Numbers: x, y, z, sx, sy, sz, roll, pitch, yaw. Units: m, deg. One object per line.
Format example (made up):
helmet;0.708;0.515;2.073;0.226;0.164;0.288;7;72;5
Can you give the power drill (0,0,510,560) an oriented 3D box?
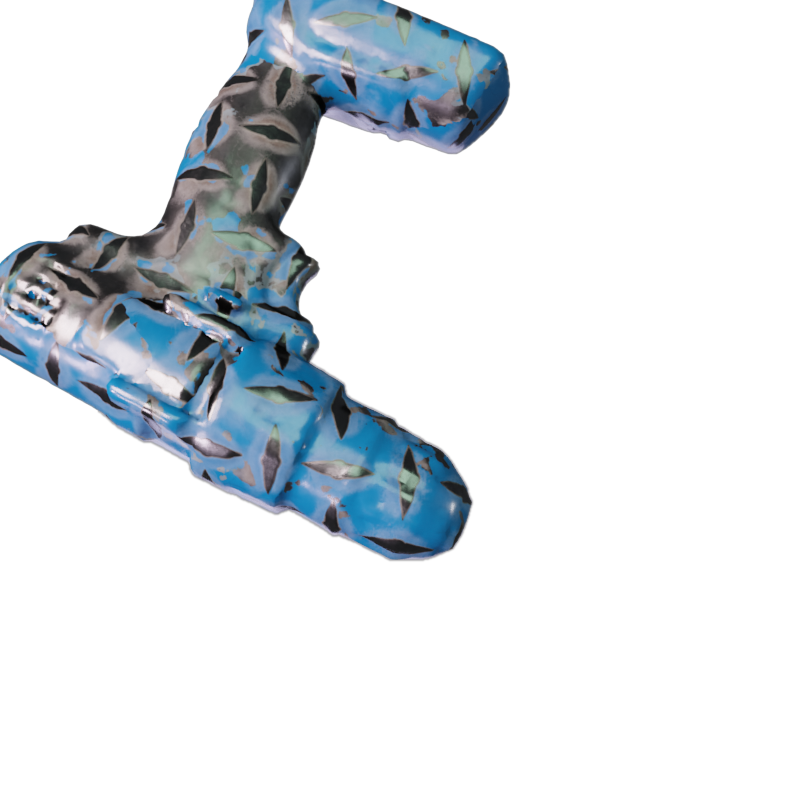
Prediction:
power drill;-0.032;-0.058;0.403;0.189;0.193;0.054;26;-22;11
